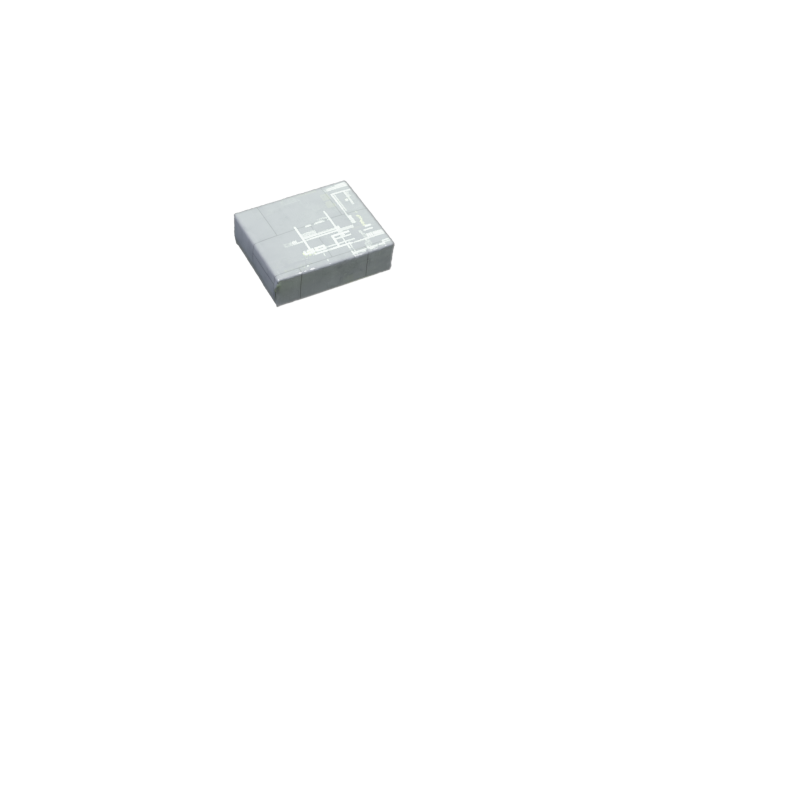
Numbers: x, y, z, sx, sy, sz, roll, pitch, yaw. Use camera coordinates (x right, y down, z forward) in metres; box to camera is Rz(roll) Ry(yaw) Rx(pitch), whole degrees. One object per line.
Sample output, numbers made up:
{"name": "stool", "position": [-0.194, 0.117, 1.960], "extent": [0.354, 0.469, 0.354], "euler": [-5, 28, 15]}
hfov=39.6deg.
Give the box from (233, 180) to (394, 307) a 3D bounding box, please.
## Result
{"name": "box", "position": [-0.075, -0.136, 0.954], "extent": [0.113, 0.036, 0.097], "euler": [-22, 52, -19]}
